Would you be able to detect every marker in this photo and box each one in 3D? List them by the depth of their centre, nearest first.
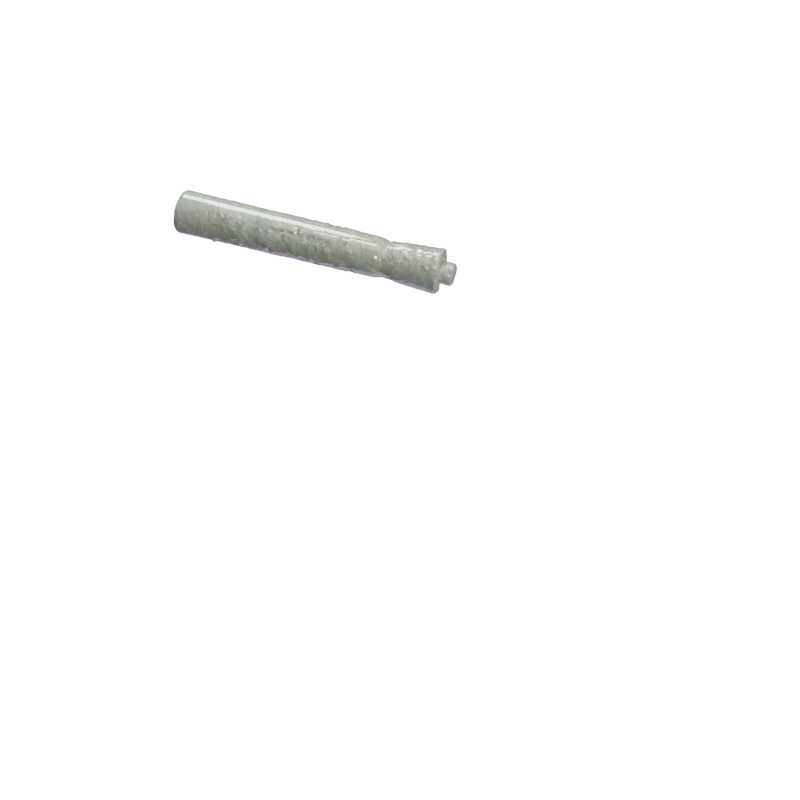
[{"bbox_3d":[-0.036,-0.066,0.462,0.124,0.020,0.019,15,8,15],"label":"marker"}]
